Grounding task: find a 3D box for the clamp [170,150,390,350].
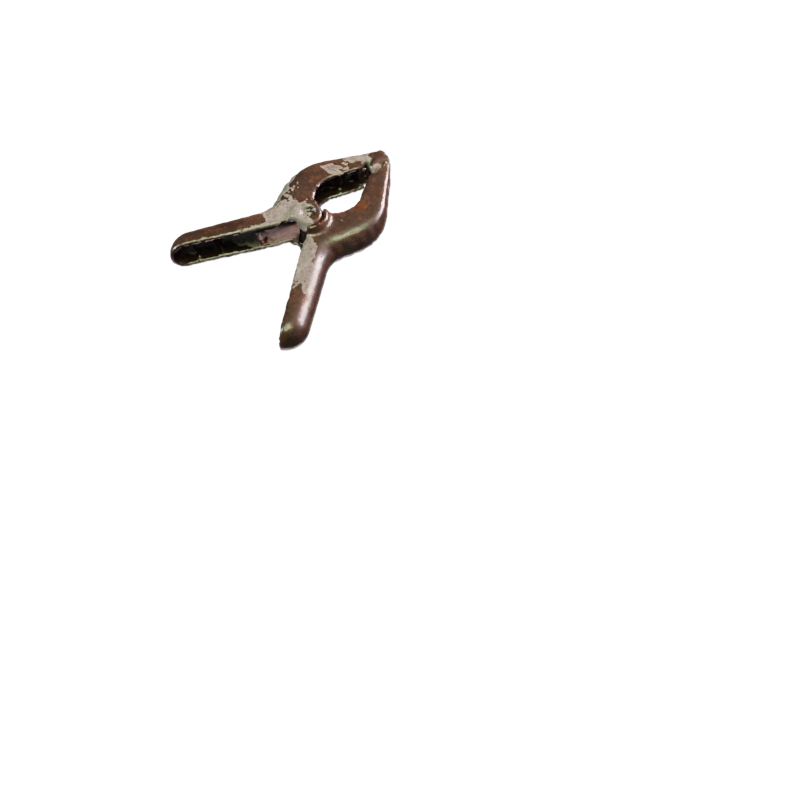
[{"bbox_3d":[-0.061,-0.110,0.774,0.172,0.127,0.037,-36,-23,-18],"label":"clamp"}]
